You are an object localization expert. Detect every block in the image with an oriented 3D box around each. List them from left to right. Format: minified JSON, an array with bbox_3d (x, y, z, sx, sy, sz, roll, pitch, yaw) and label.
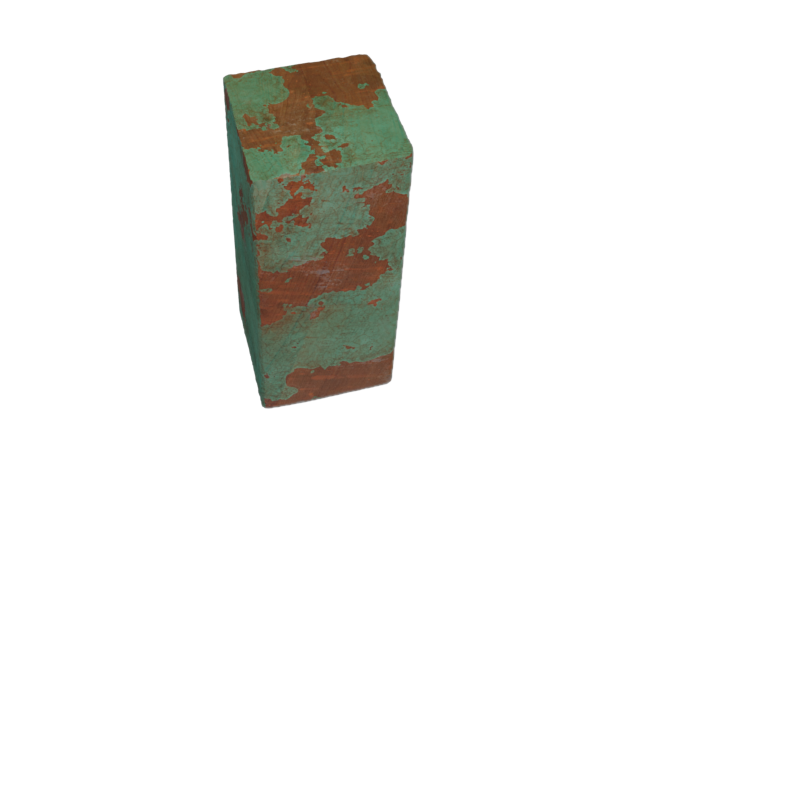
[{"bbox_3d":[-0.052,-0.097,0.677,0.089,0.098,0.192,-10,-37,-12],"label":"block"}]
